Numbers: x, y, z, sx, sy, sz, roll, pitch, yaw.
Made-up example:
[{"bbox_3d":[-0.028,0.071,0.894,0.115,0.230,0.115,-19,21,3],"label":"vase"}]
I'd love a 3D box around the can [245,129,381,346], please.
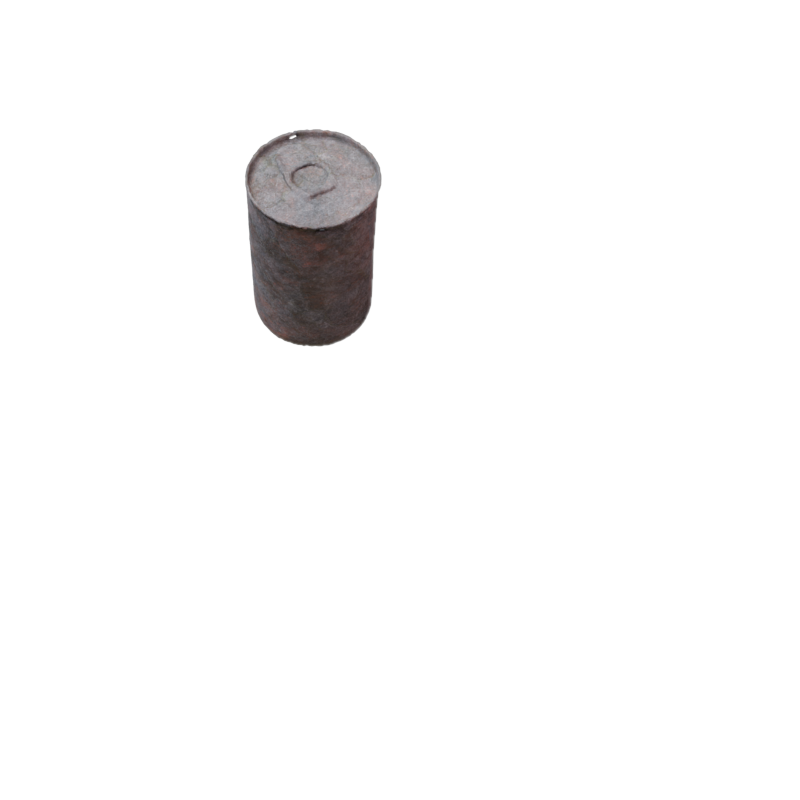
[{"bbox_3d":[-0.046,-0.084,0.588,0.068,0.073,0.095,0,-36,-3],"label":"can"}]
